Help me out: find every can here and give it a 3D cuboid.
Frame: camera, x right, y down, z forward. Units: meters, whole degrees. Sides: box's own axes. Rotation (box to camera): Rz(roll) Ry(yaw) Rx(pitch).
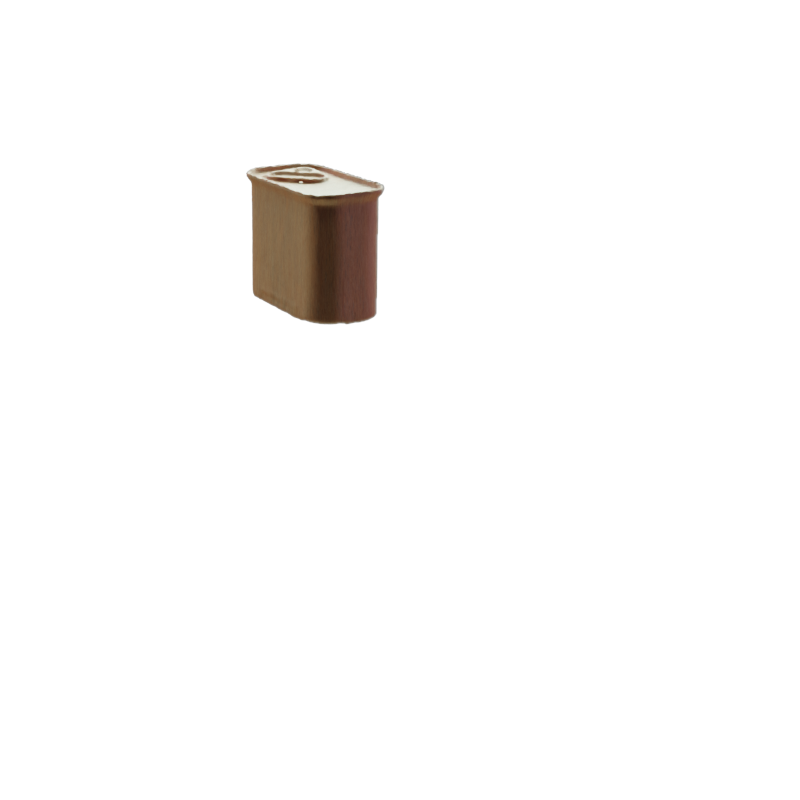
[{"bbox_3d":[-0.056,-0.101,0.711,0.056,0.081,0.108,-10,22,-32],"label":"can"}]
